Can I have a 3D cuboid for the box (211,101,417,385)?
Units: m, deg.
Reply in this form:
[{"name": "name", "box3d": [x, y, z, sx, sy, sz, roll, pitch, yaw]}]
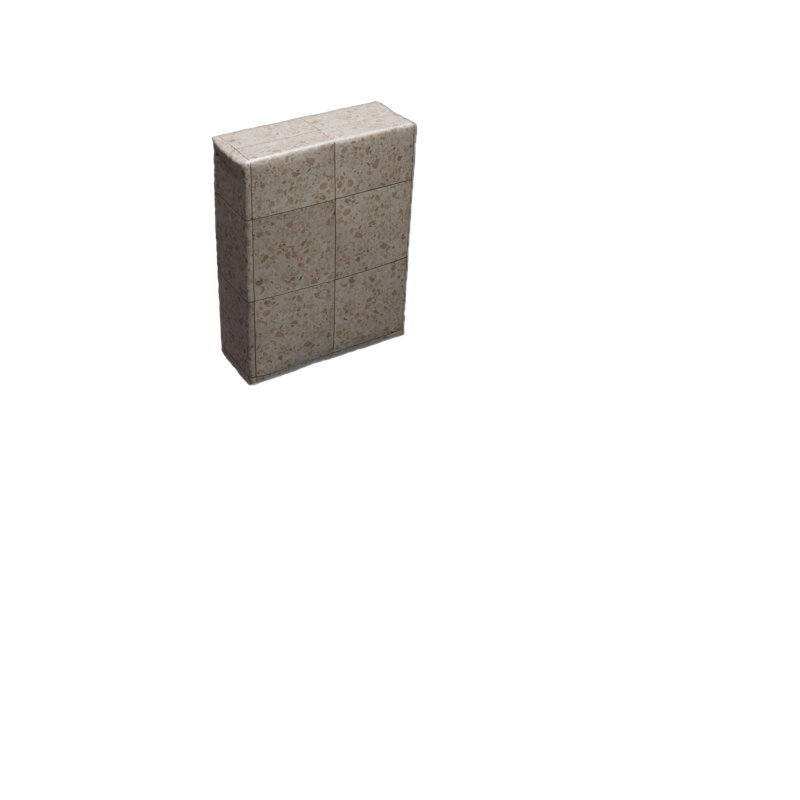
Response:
[{"name": "box", "box3d": [-0.075, -0.137, 0.958, 0.162, 0.201, 0.077, -18, 36, -28]}]
